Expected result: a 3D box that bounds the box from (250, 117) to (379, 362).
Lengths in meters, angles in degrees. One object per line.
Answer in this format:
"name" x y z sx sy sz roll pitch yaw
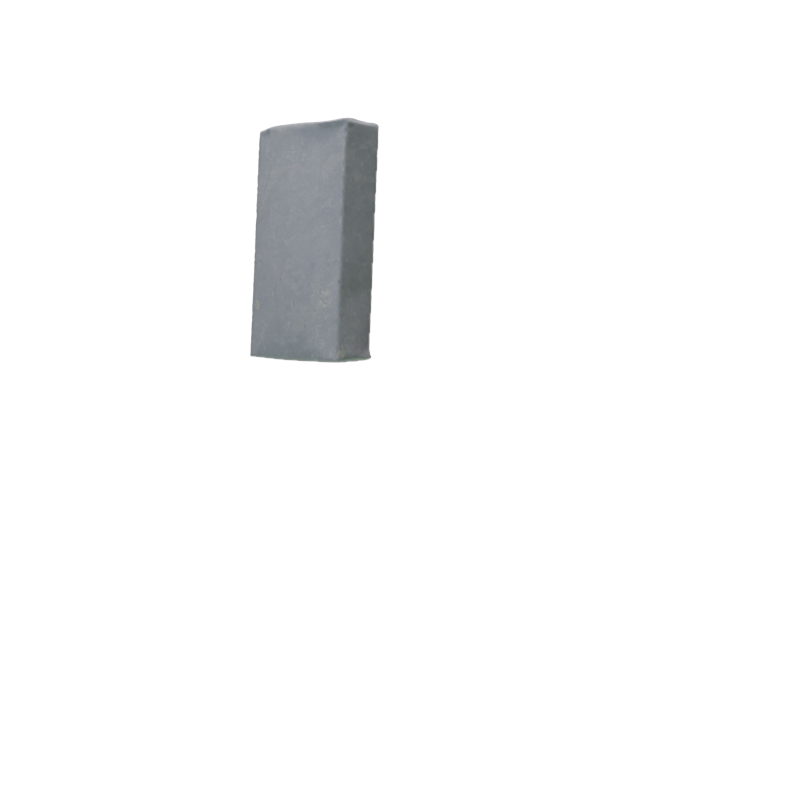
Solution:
"box" -0.065 -0.118 0.829 0.097 0.177 0.046 -1 -2 41
